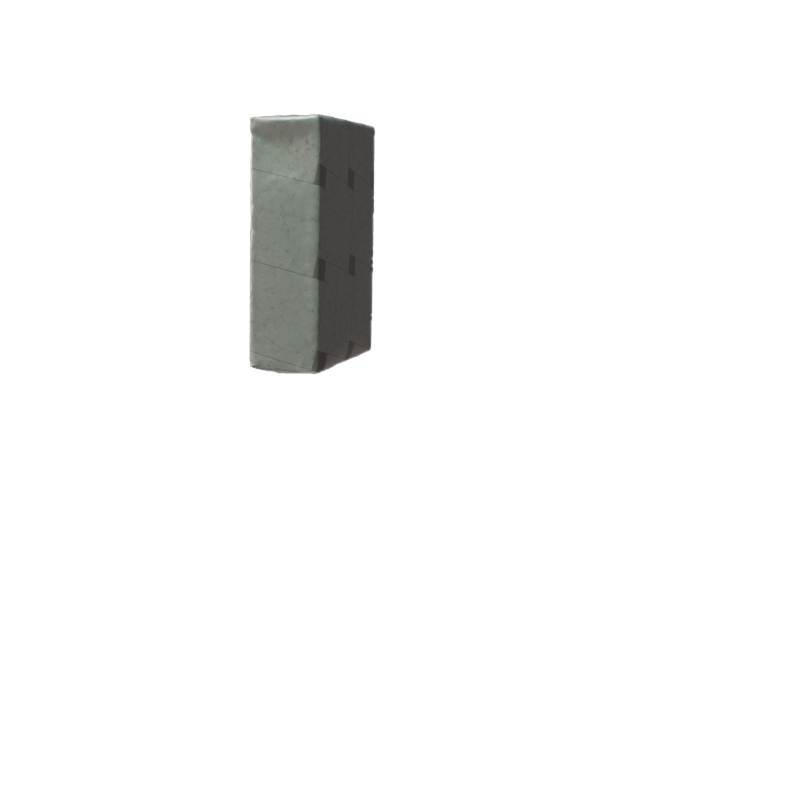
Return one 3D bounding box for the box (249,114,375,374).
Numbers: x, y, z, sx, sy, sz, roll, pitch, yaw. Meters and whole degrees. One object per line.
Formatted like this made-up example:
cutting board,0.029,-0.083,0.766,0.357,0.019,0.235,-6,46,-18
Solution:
box,-0.077,-0.140,0.982,0.073,0.212,0.162,1,5,15
